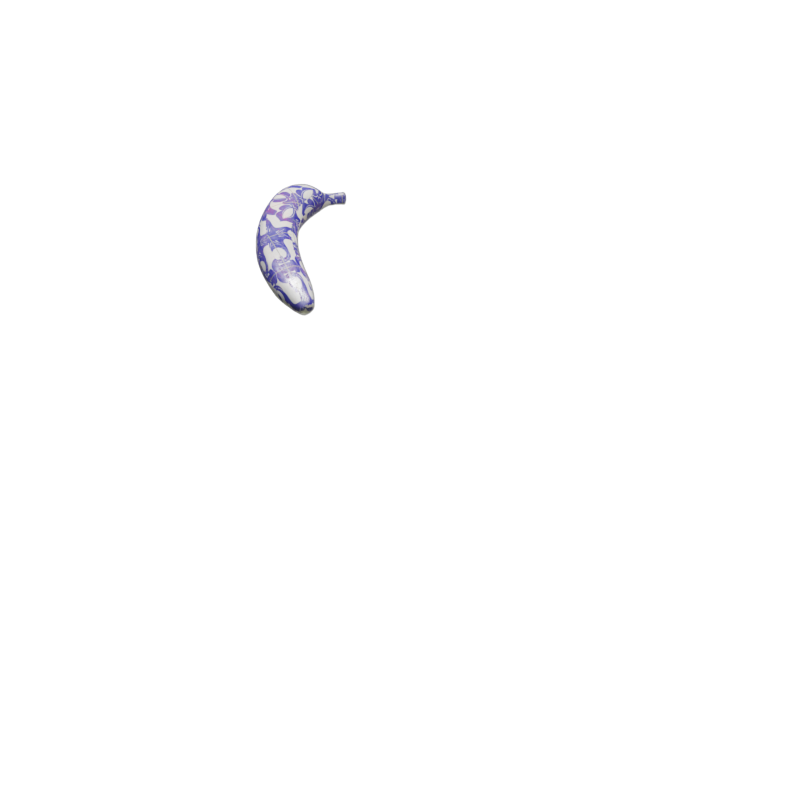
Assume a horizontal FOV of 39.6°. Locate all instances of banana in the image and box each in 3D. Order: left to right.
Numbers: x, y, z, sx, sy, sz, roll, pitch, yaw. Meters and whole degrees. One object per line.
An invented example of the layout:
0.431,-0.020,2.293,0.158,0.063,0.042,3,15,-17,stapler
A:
-0.095,-0.145,0.990,0.070,0.034,0.209,4,39,5,banana
